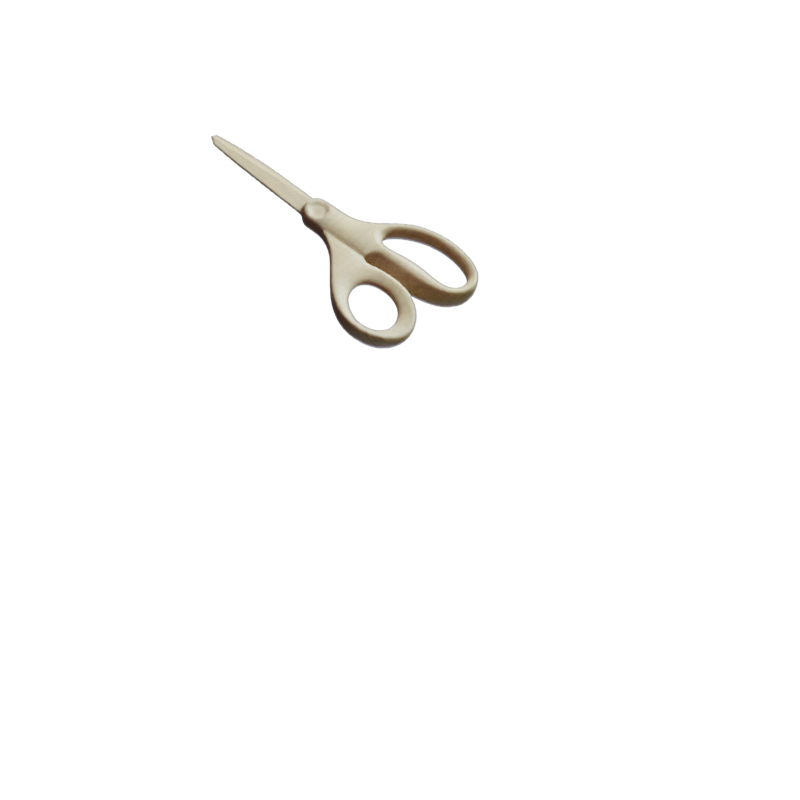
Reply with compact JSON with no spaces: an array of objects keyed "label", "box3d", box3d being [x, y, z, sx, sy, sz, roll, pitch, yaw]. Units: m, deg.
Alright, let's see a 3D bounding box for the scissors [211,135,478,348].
[{"label":"scissors","box3d":[-0.053,-0.096,0.674,0.209,0.099,0.015,24,-32,16]}]
